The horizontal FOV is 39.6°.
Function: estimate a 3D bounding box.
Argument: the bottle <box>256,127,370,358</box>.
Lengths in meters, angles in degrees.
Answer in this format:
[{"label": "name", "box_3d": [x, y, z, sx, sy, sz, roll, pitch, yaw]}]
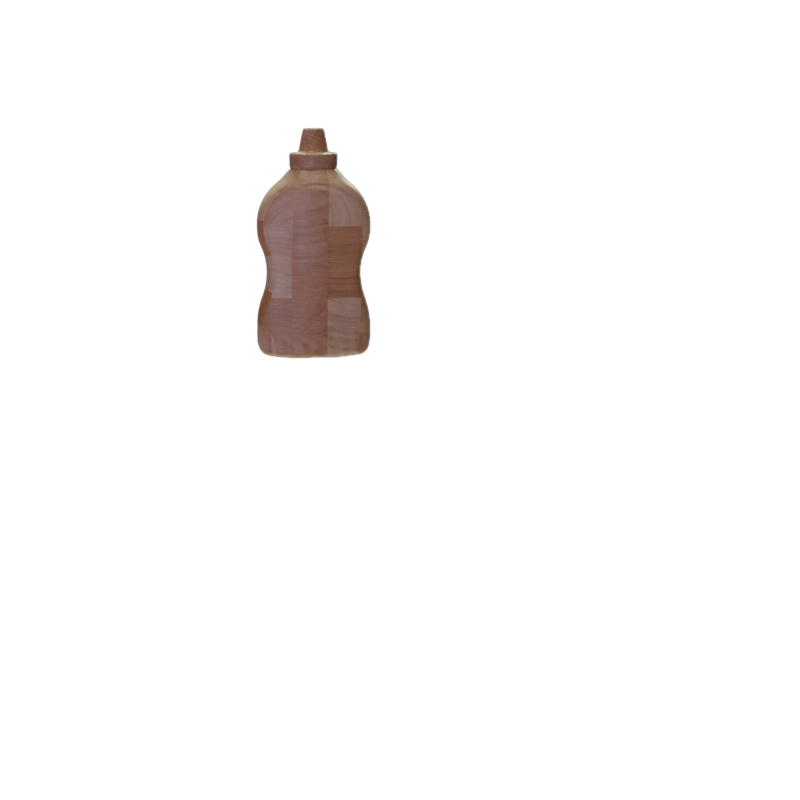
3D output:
[{"label": "bottle", "box_3d": [-0.074, -0.134, 0.941, 0.095, 0.188, 0.060, 0, 9, -5]}]
